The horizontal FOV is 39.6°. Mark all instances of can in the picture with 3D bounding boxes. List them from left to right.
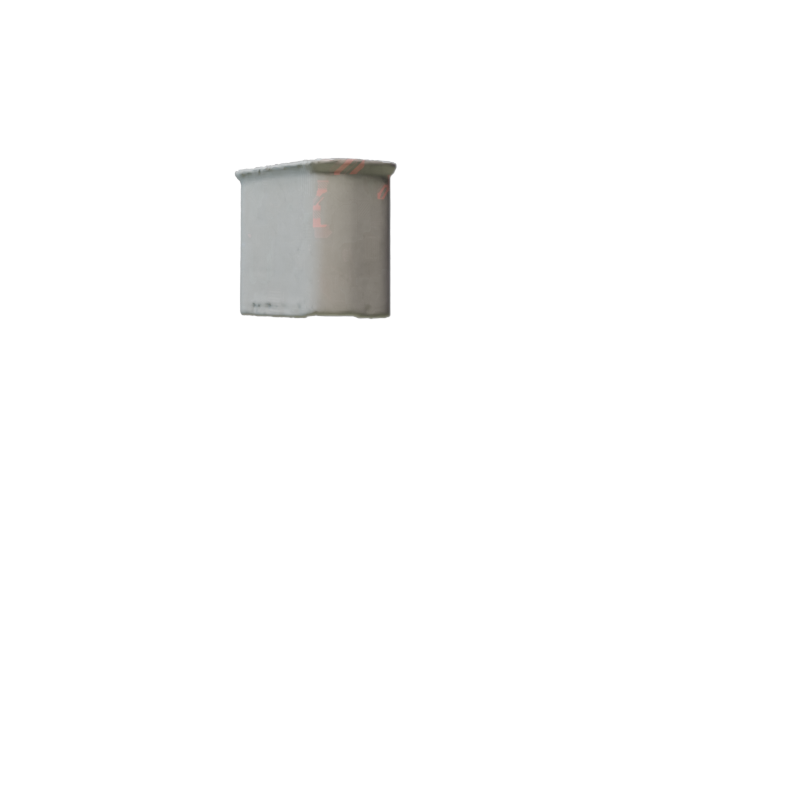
[{"bbox_3d":[-0.049,-0.089,0.620,0.055,0.084,0.106,-1,3,-38],"label":"can"}]
